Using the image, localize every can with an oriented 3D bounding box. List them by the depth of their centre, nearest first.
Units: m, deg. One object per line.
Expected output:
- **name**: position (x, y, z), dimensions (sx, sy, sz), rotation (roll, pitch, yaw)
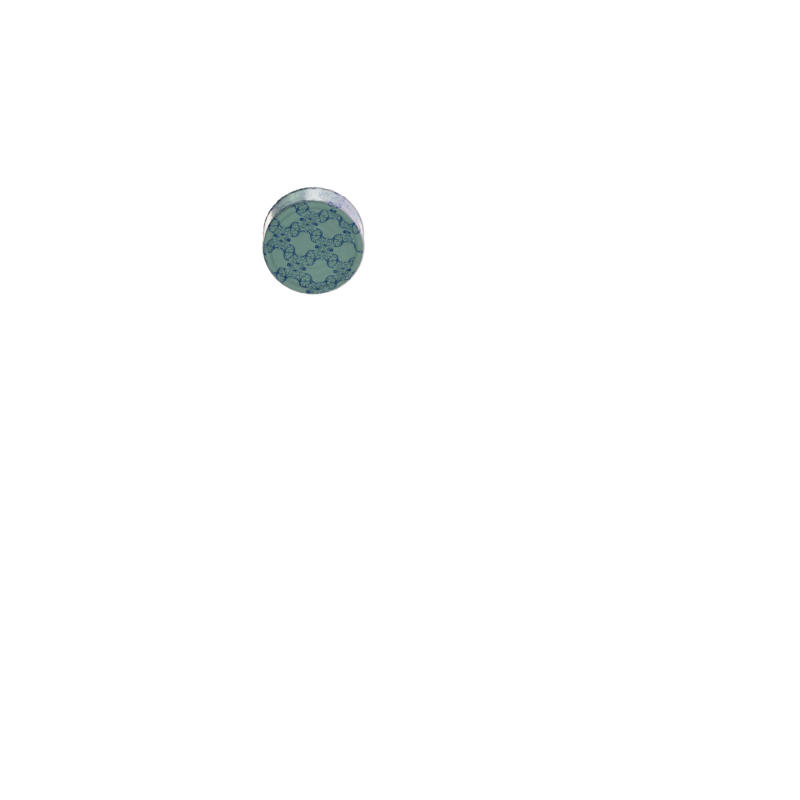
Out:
- **can**: position (-0.072, -0.132, 0.924), dimensions (0.086, 0.082, 0.035), rotation (1, 24, -1)
